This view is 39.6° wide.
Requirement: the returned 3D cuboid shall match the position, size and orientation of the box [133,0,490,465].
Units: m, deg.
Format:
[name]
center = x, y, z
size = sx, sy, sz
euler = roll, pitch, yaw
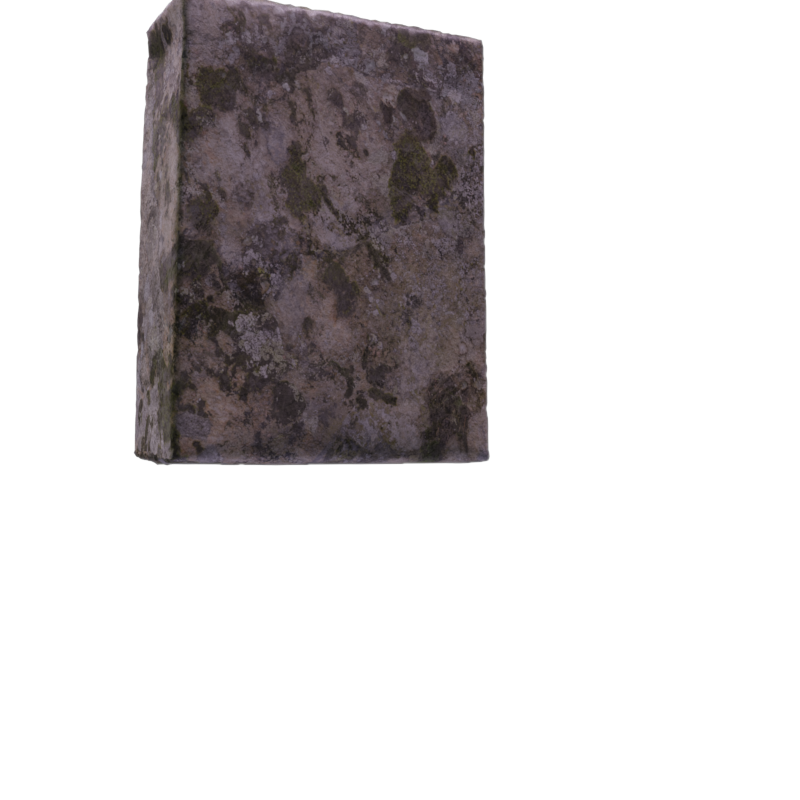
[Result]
[box]
center = -0.042, -0.077, 0.543
size = 0.158, 0.219, 0.073
euler = 3, -10, -27
